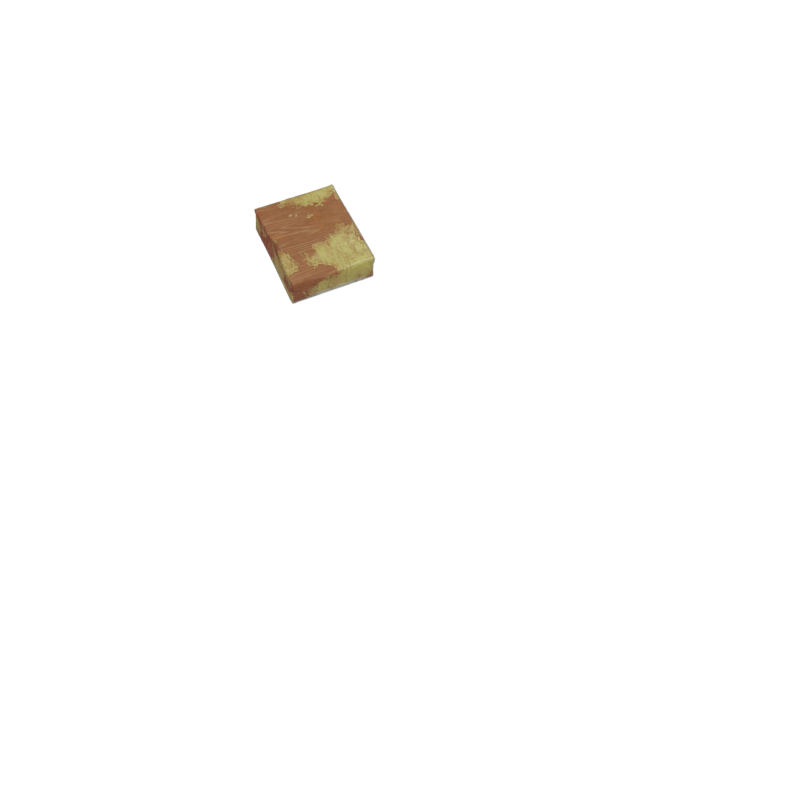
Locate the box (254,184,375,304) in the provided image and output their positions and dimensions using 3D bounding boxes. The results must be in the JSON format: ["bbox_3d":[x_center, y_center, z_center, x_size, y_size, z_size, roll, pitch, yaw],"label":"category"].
[{"bbox_3d":[-0.072,-0.131,0.918,0.073,0.096,0.028,-19,-33,-13],"label":"box"}]
